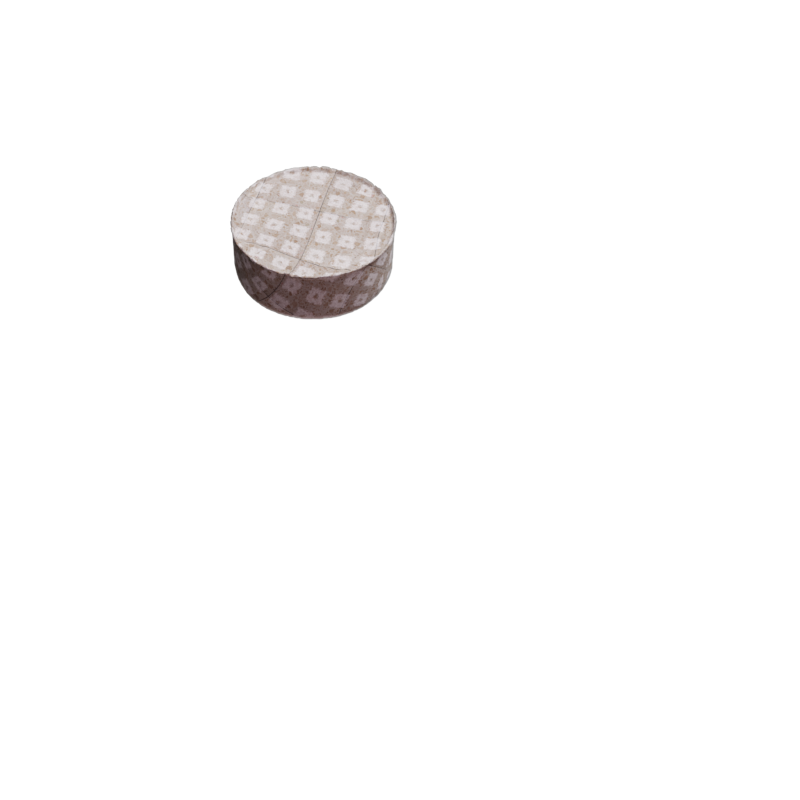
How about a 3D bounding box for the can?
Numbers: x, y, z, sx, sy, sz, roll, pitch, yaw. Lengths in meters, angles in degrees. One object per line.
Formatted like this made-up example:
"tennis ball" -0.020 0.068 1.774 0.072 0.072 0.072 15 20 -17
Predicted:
"can" -0.046 -0.083 0.582 0.086 0.092 0.031 -1 -43 -1
